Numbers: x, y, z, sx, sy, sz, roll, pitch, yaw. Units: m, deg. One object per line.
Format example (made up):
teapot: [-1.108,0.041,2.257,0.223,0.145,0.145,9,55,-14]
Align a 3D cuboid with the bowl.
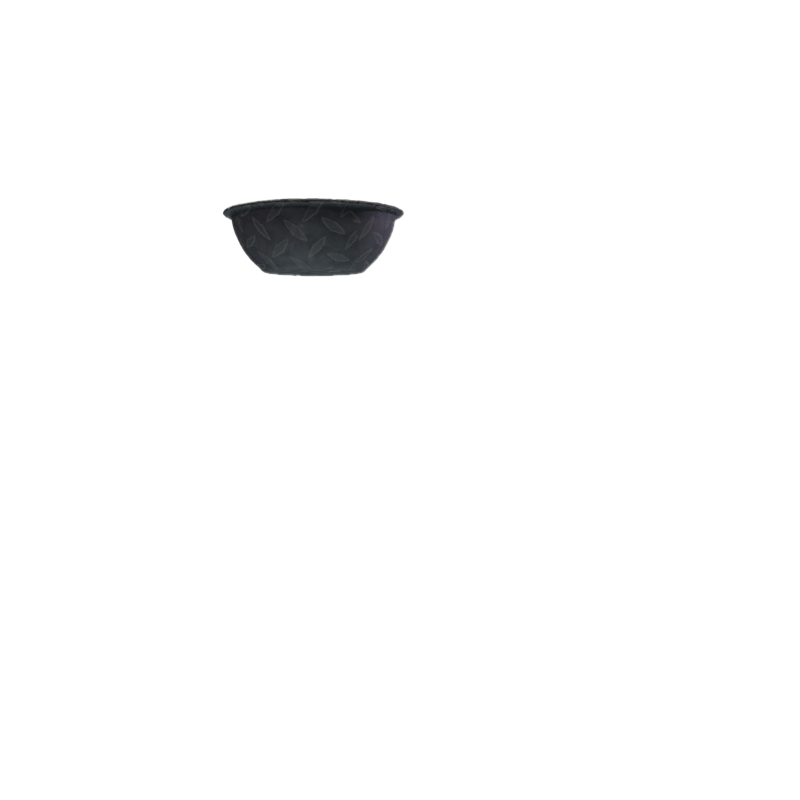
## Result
bowl: [-0.077,-0.141,0.989,0.162,0.055,0.161,0,1,-2]
